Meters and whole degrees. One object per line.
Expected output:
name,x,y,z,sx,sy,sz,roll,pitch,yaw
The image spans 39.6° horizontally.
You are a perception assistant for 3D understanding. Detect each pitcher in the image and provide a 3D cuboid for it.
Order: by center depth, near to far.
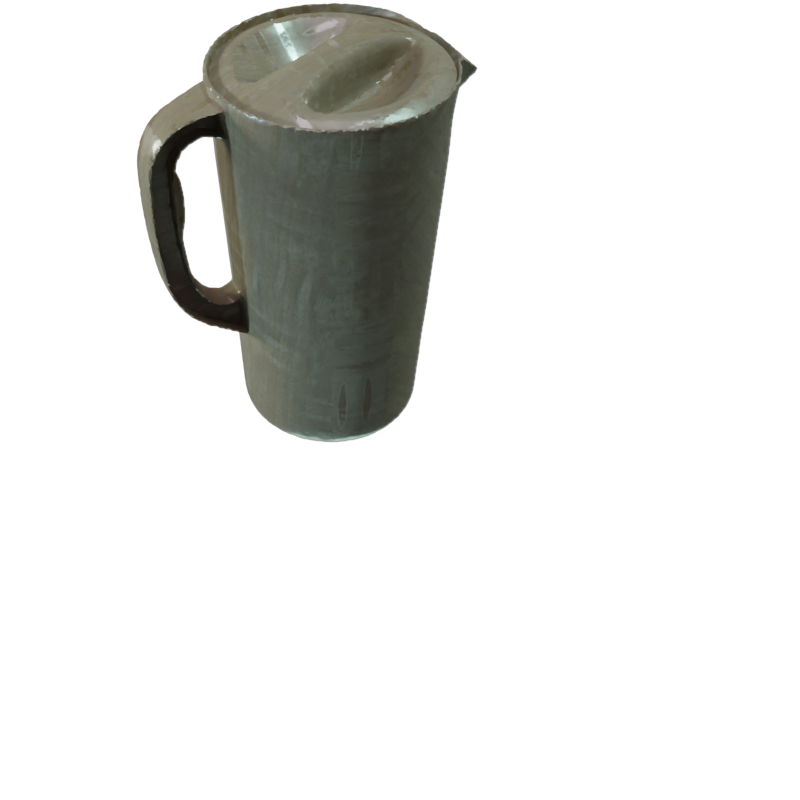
pitcher,-0.050,-0.090,0.634,0.153,0.227,0.151,14,43,12
